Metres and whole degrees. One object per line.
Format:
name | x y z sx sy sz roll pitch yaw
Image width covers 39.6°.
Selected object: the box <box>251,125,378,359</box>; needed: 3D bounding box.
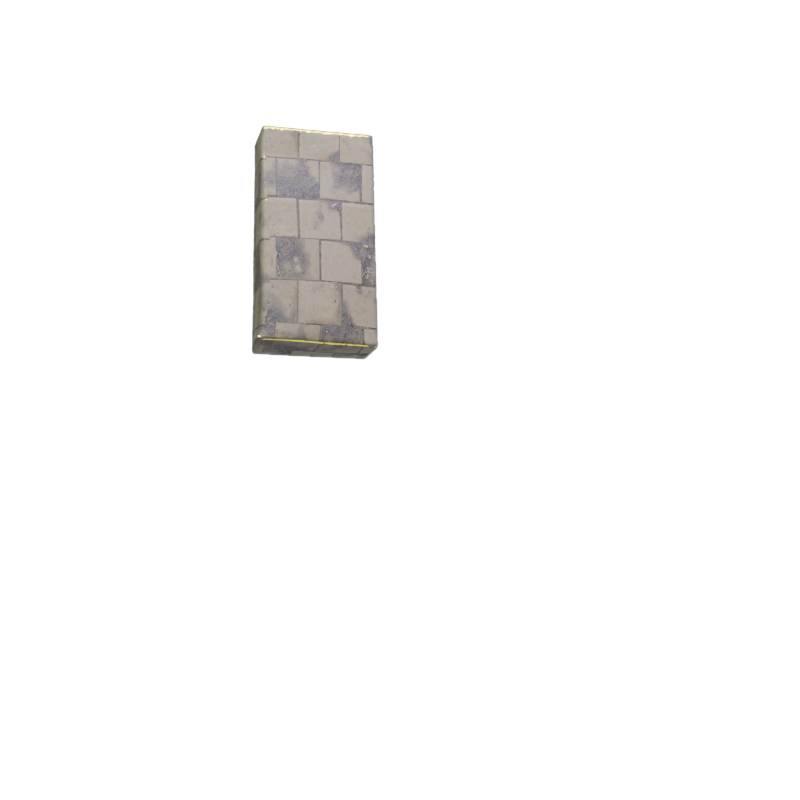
box | -0.068 -0.124 0.867 0.092 0.185 0.047 3 -21 -13
